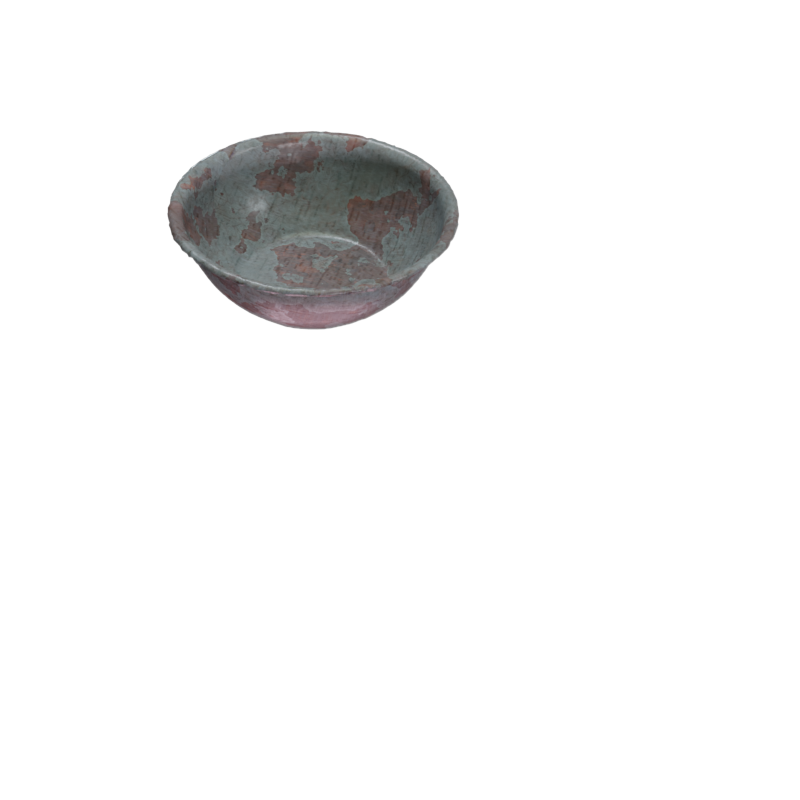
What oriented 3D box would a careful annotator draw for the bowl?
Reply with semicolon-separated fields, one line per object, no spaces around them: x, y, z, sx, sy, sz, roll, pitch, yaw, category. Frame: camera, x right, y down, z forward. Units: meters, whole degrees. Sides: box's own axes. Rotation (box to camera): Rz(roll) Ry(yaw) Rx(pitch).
-0.049;-0.090;0.629;0.162;0.051;0.174;-1;40;-2;bowl
